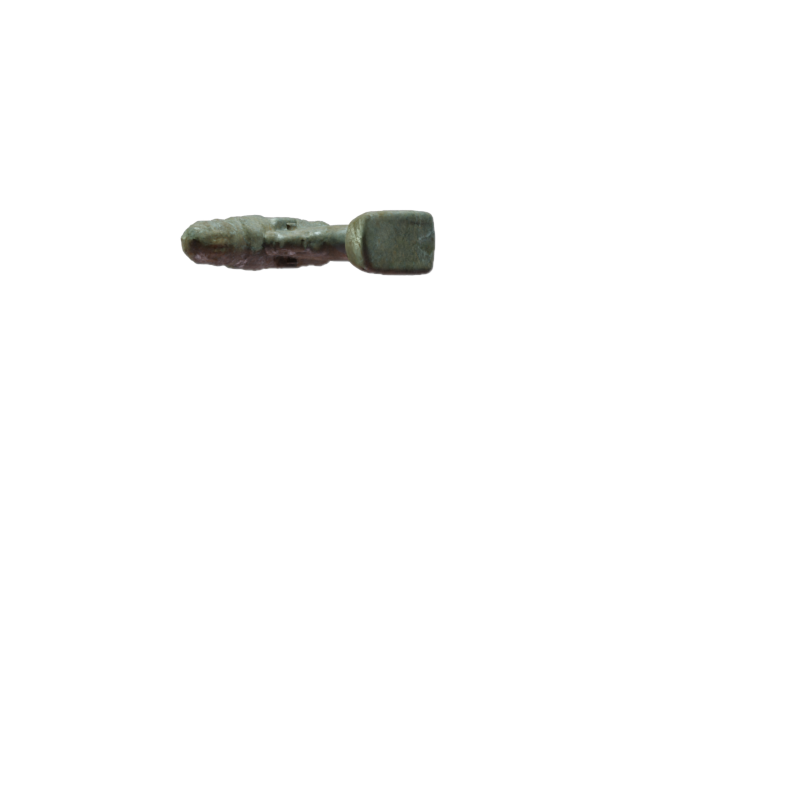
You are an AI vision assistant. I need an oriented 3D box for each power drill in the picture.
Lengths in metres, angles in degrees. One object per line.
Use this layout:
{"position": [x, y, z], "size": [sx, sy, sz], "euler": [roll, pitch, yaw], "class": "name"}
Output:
{"position": [-0.078, -0.143, 0.999], "size": [0.196, 0.057, 0.179], "euler": [8, 12, 40], "class": "power drill"}
